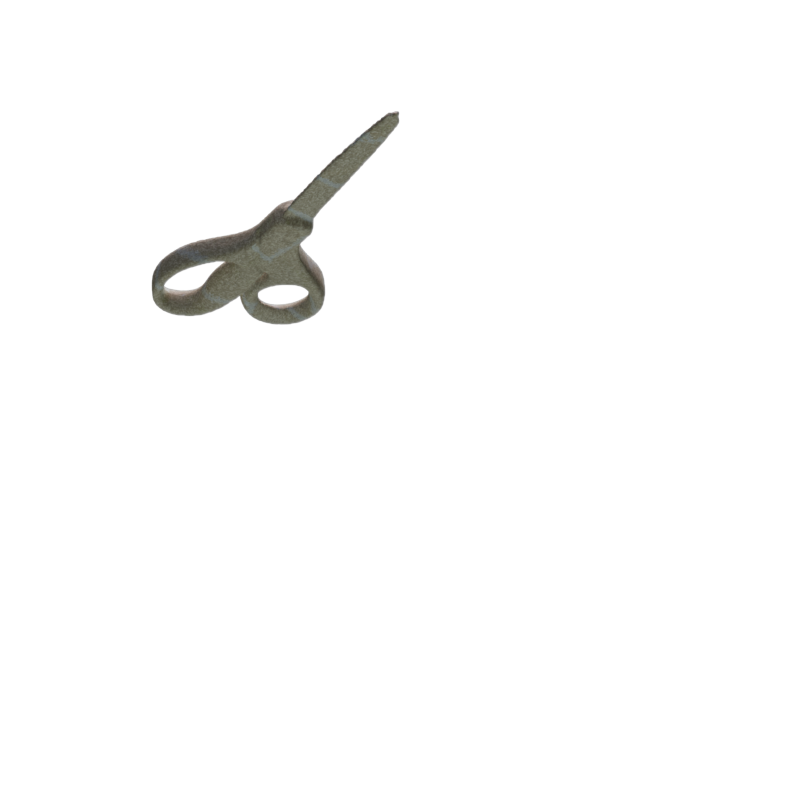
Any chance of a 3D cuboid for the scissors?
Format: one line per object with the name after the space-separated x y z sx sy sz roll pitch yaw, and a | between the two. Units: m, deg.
-0.041 -0.074 0.521 0.090 0.017 0.203 19 -28 -41 | scissors
